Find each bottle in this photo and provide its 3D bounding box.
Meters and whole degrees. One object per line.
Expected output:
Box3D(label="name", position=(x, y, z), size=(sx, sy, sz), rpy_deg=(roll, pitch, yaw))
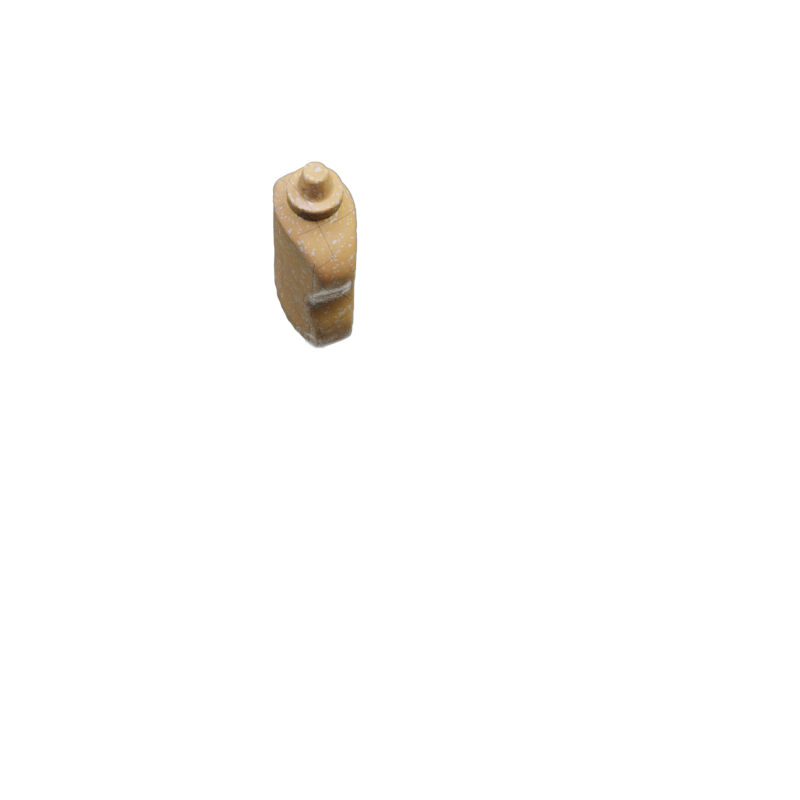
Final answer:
Box3D(label="bottle", position=(-0.066, -0.121, 0.848), size=(0.058, 0.102, 0.181), rpy_deg=(-18, -23, -12))
